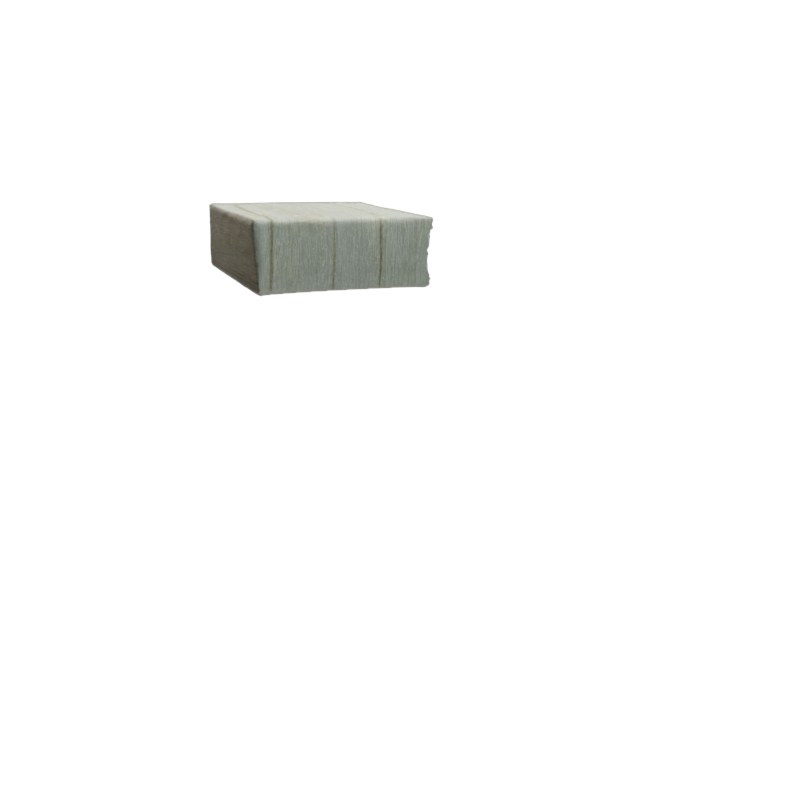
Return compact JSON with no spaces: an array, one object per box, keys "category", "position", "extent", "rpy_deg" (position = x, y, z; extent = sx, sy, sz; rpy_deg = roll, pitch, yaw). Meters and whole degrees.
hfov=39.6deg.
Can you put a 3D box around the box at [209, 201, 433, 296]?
[{"category":"box","position":[-0.045,-0.082,0.573],"extent":[0.088,0.038,0.119],"rpy_deg":[-5,16,-18]}]
